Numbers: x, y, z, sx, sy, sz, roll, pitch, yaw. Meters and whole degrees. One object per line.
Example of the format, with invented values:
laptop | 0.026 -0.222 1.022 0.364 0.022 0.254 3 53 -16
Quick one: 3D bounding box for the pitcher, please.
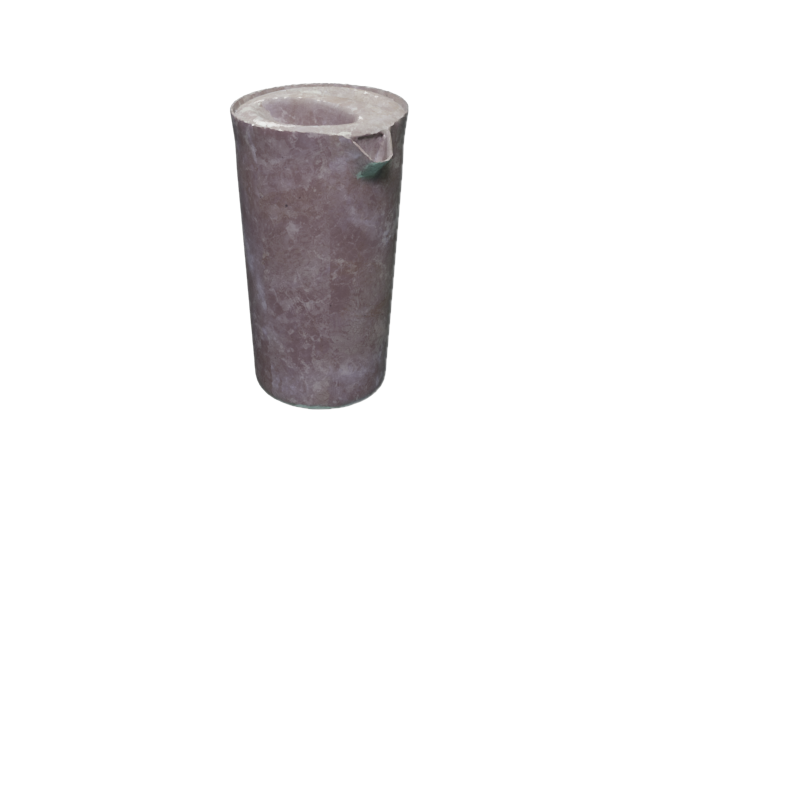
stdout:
pitcher | -0.069 -0.125 0.878 0.147 0.230 0.155 5 26 8
